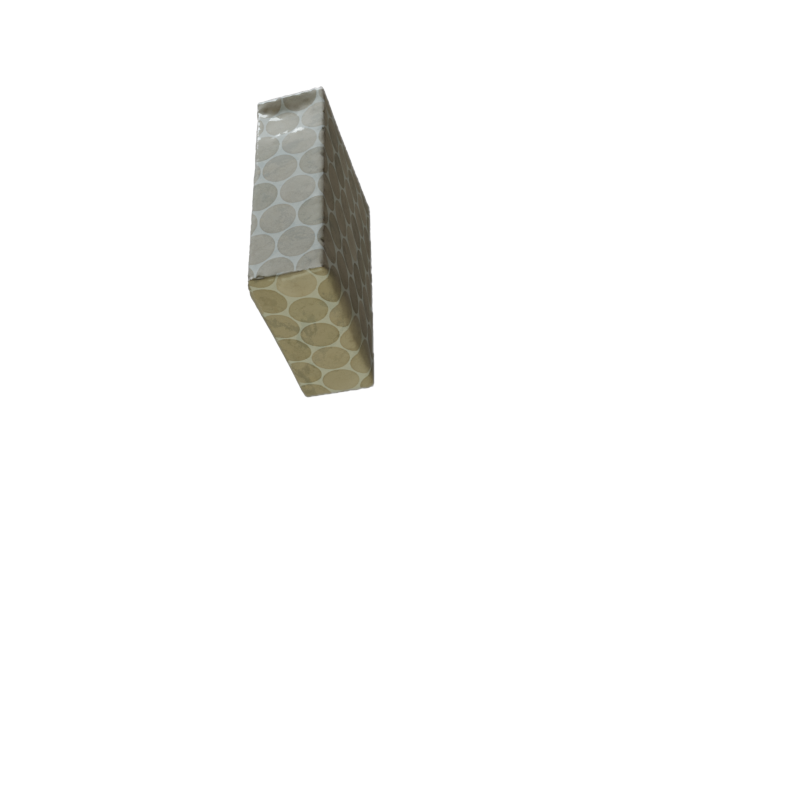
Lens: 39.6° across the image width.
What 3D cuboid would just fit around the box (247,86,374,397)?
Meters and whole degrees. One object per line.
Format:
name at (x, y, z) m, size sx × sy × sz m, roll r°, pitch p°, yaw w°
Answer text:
box at (-0.075, -0.137, 0.962) m, size 0.072 × 0.229 × 0.151 m, roll -11°, pitch -39°, yaw 10°
